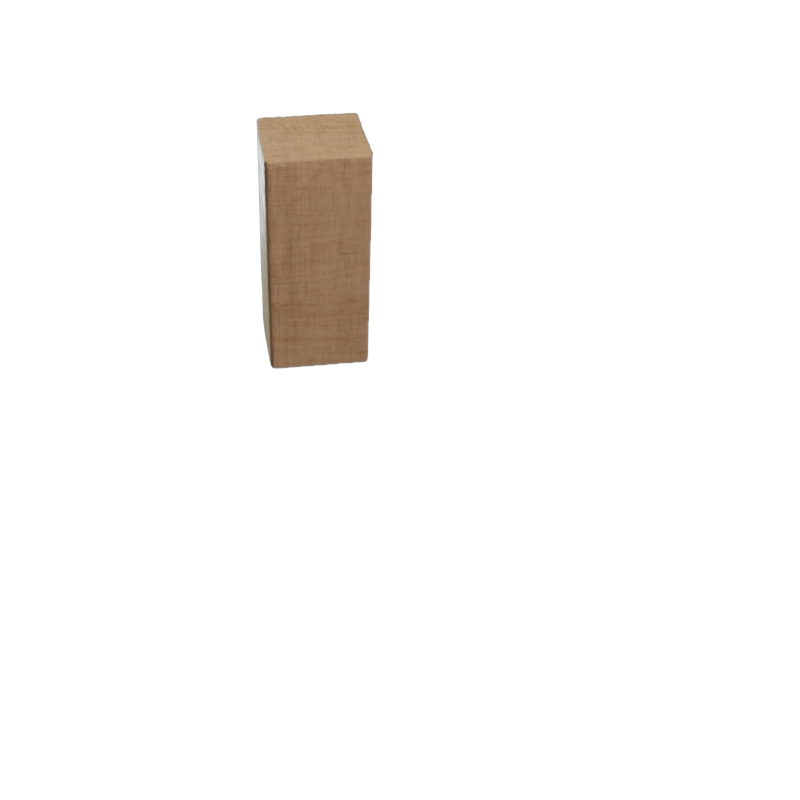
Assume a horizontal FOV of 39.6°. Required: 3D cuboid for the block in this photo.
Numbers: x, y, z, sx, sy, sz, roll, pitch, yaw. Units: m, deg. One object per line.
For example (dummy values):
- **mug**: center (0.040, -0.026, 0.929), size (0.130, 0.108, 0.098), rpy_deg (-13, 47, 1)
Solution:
- **block**: center (-0.076, -0.139, 0.974), size (0.090, 0.193, 0.097), rpy_deg (-3, 34, -9)
